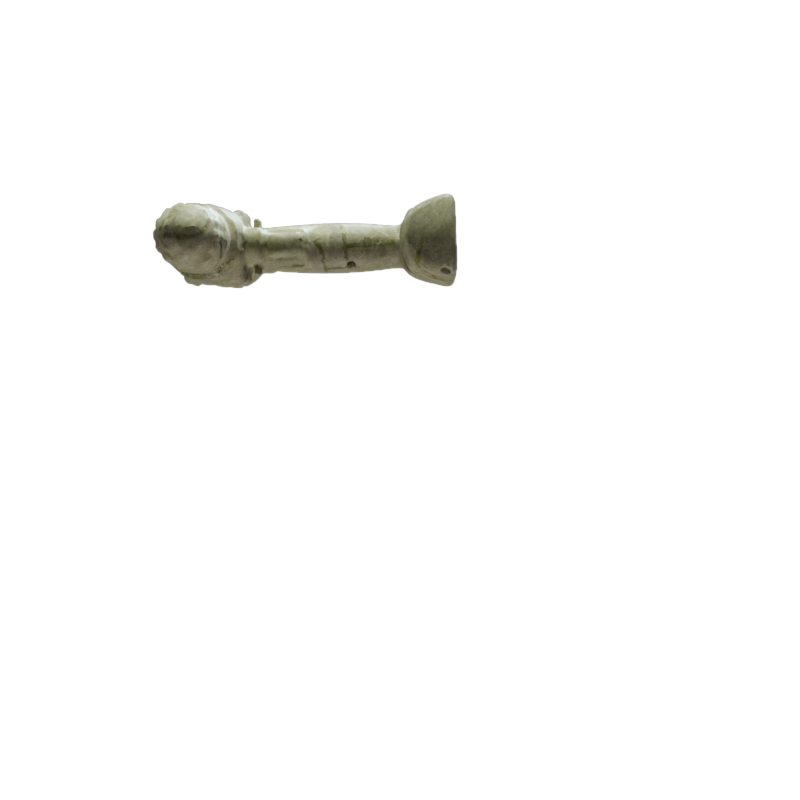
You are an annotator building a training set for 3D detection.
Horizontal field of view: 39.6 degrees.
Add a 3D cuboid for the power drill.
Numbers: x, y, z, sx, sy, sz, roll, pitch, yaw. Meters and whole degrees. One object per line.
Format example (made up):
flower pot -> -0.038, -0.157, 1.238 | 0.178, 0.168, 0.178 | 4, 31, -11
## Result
power drill -> -0.057, -0.104, 0.730 | 0.189, 0.057, 0.183 | 0, 3, 5
